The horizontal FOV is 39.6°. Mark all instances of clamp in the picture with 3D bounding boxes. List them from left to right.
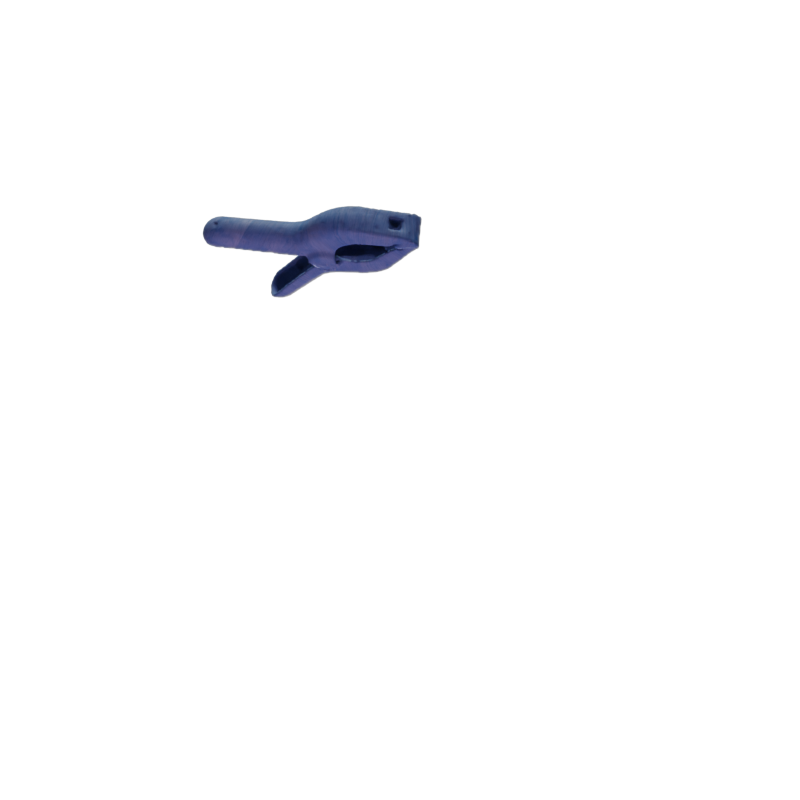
[{"bbox_3d":[-0.069,-0.126,0.886,0.174,0.041,0.112,-12,-22,34],"label":"clamp"}]
